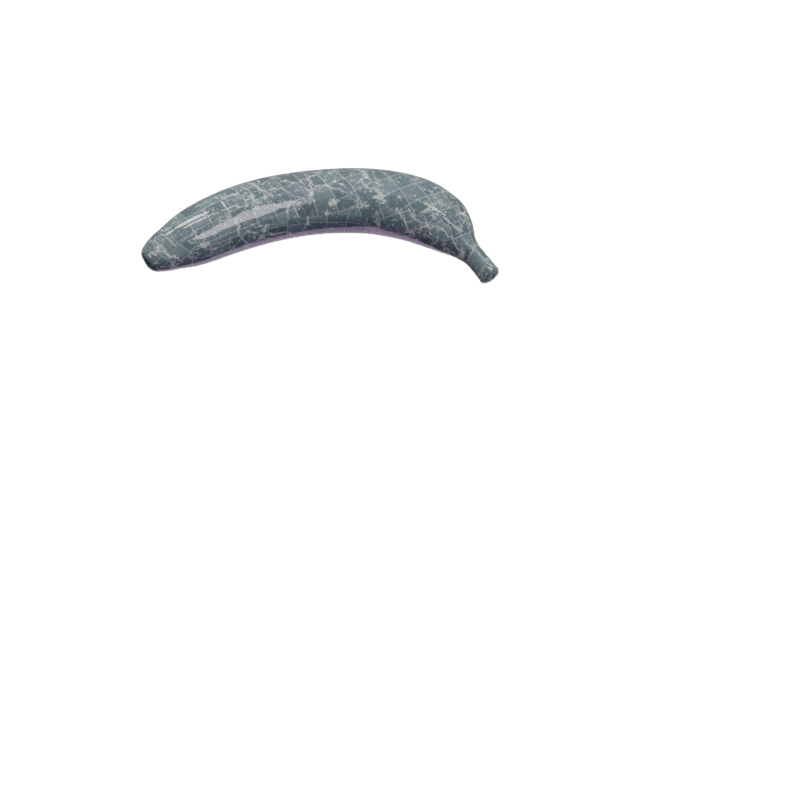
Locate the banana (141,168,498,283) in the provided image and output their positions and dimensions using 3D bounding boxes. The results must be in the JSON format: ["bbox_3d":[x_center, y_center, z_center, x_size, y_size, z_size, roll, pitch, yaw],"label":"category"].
[{"bbox_3d":[-0.045,-0.102,0.628,0.198,0.075,0.034,0,-43,0],"label":"banana"}]
